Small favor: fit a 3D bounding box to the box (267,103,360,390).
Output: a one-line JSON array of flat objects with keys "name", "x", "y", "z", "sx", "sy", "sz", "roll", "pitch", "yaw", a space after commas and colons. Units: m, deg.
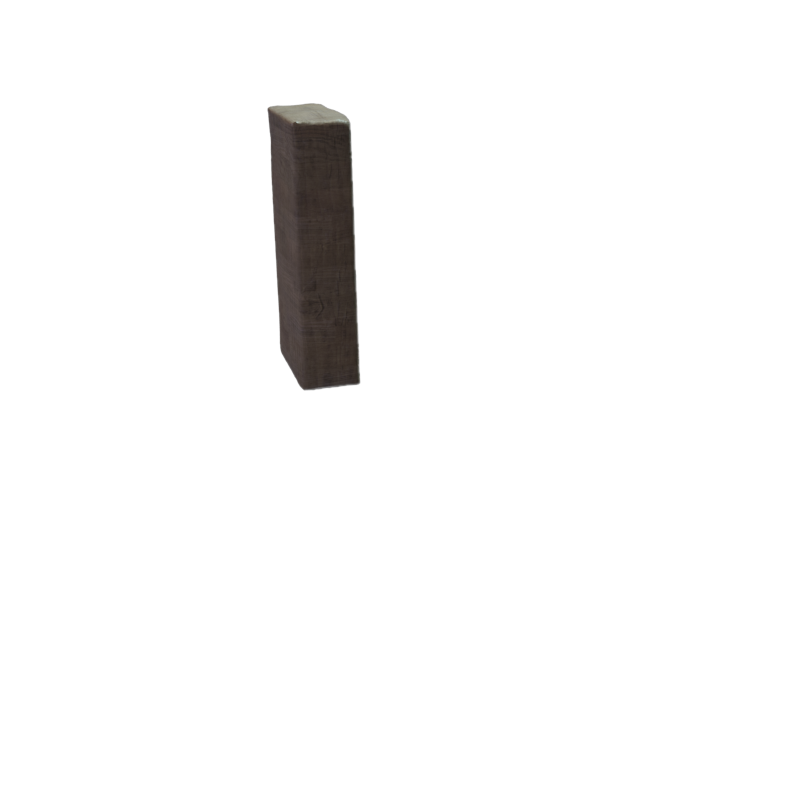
[{"name": "box", "x": -0.058, "y": -0.106, "z": 0.743, "sx": 0.047, "sy": 0.170, "sz": 0.098, "roll": -3, "pitch": 16, "yaw": -15}]
